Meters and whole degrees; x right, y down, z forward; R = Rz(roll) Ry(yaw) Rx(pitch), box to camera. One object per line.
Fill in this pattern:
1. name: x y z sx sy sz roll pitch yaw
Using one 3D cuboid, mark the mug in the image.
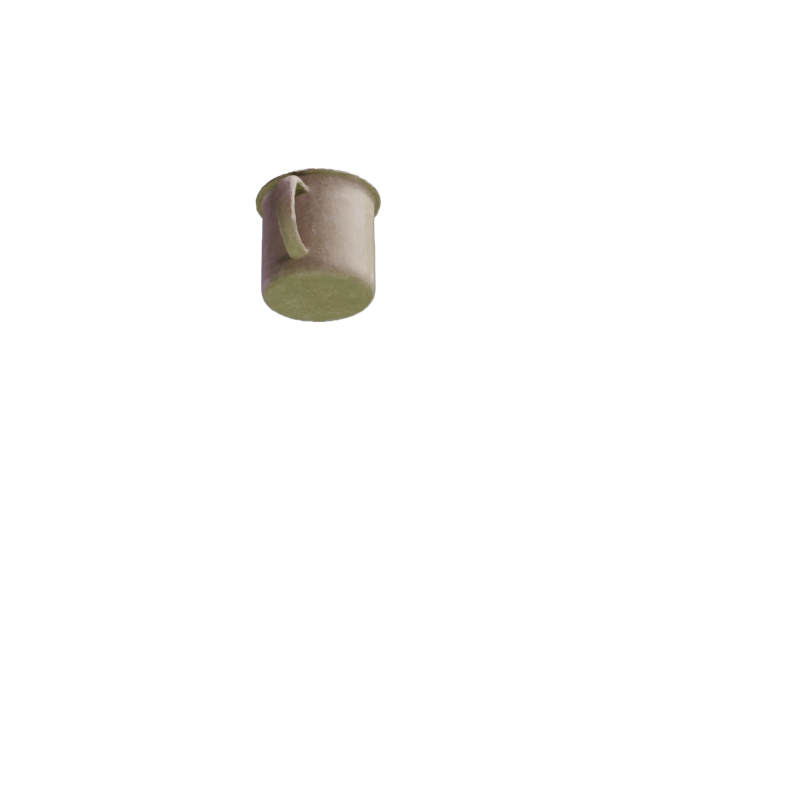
1. mug: -0.062 -0.113 0.791 0.094 0.086 0.109 -7 -27 13
